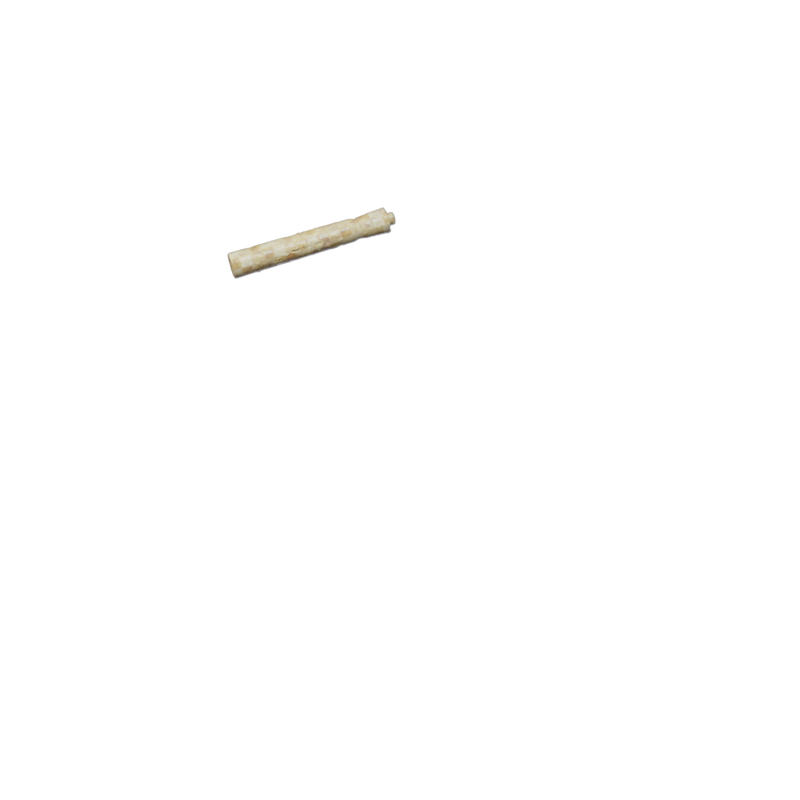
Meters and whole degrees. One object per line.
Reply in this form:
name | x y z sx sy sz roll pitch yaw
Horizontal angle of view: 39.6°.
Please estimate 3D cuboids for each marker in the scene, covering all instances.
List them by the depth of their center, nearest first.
marker | -0.061 -0.111 0.778 0.120 0.019 0.020 -18 7 -8
